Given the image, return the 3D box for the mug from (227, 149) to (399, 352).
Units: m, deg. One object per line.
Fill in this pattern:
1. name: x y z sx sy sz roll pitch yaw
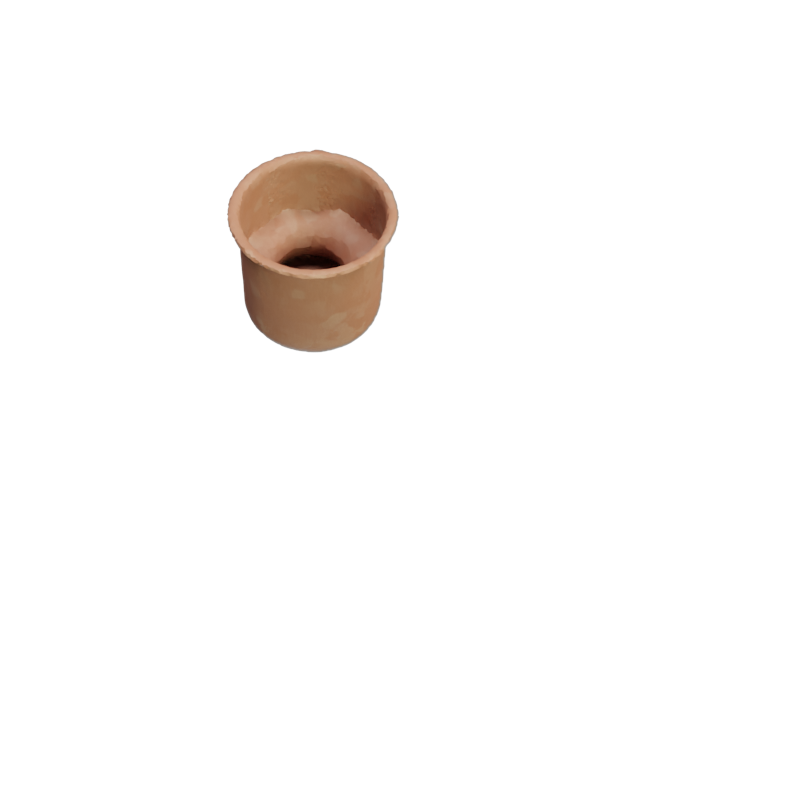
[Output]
1. mug: -0.050 -0.091 0.640 0.093 0.125 0.076 0 -37 -2
